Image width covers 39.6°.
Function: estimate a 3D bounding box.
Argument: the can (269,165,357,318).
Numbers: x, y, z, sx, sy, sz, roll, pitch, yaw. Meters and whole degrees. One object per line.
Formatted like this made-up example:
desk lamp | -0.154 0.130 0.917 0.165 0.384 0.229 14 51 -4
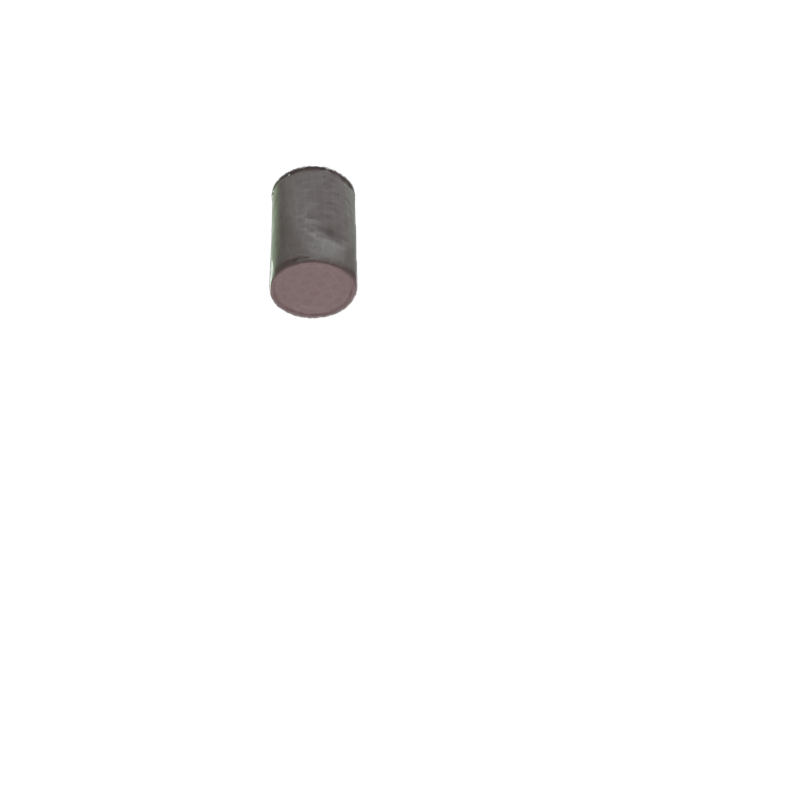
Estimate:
can | -0.068 -0.123 0.863 0.068 0.110 0.064 -1 -39 -3
